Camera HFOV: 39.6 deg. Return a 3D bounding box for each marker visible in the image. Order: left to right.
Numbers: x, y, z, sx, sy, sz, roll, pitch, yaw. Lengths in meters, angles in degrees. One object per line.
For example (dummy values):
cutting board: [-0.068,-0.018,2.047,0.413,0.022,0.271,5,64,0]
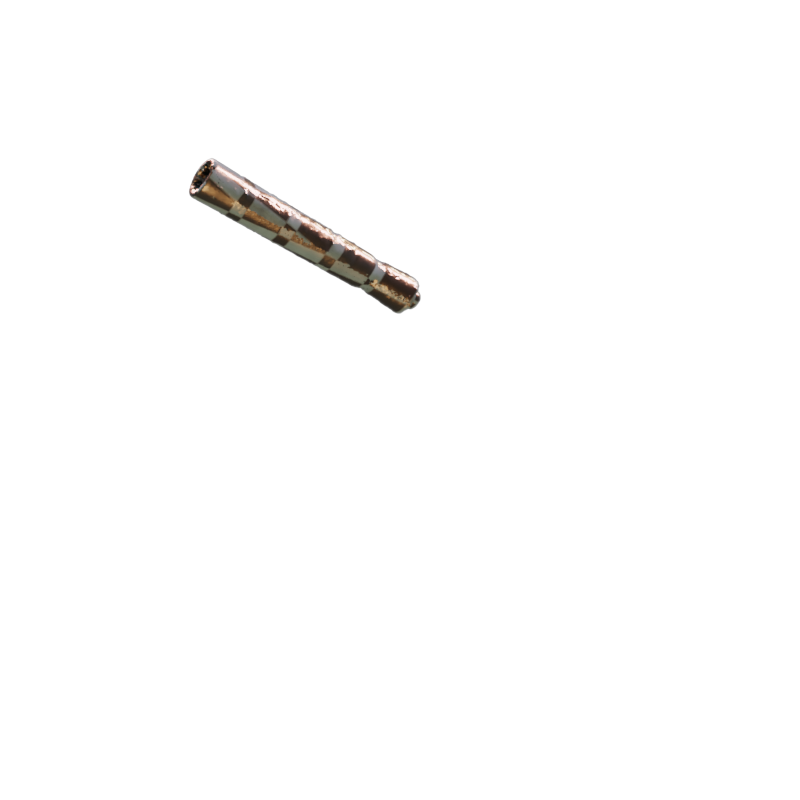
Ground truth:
marker: [-0.039,-0.070,0.492,0.115,0.020,0.020,28,-10,-26]
